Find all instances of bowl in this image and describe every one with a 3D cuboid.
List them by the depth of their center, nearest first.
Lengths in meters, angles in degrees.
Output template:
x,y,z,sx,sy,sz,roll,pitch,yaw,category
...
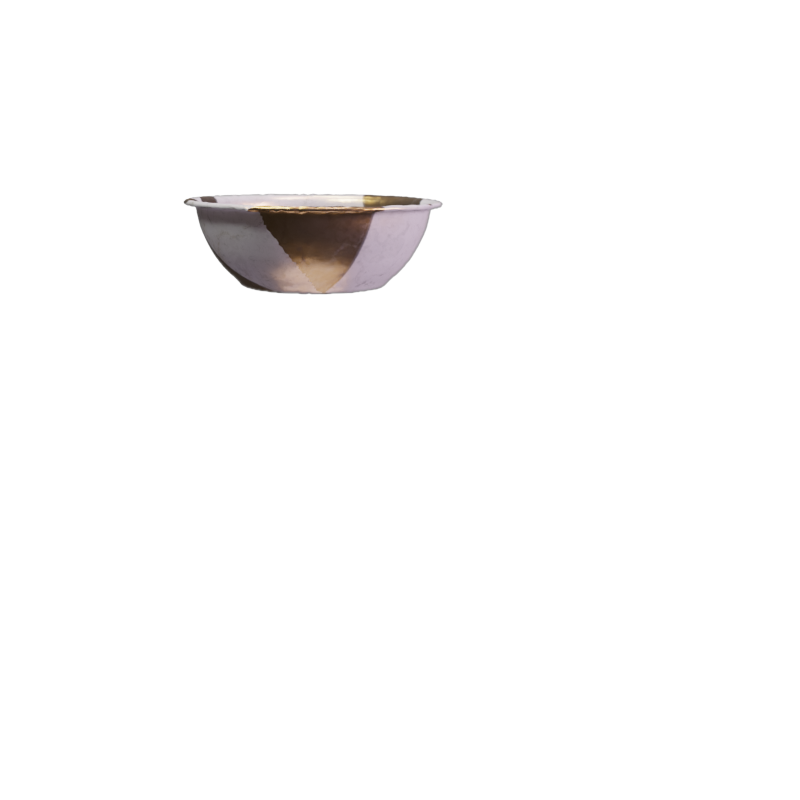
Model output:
x,y,z,sx,sy,sz,roll,pitch,yaw,category
-0.055,-0.100,0.699,0.162,0.054,0.166,0,12,-2,bowl
